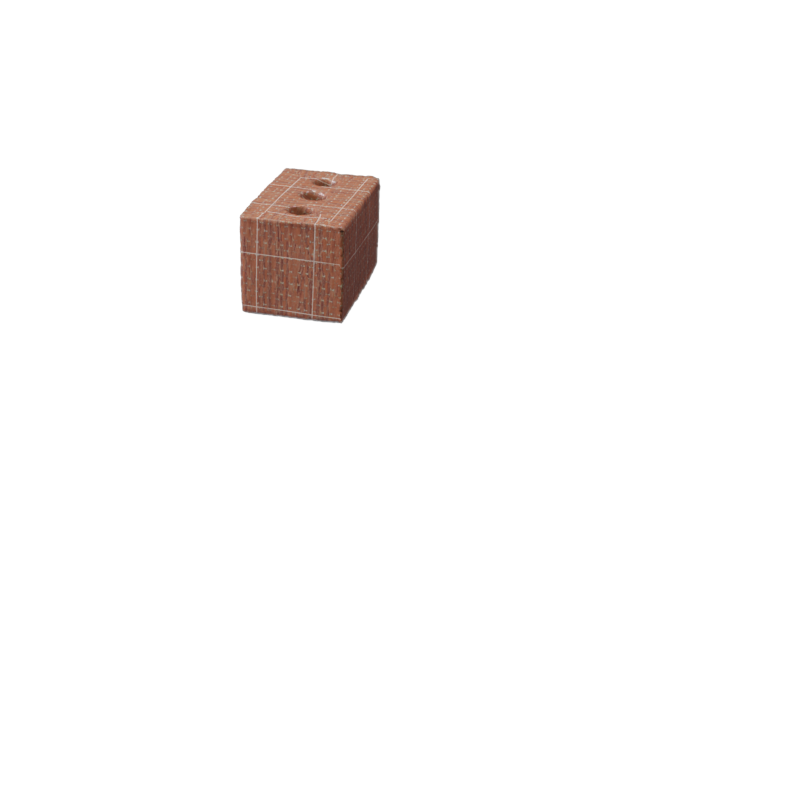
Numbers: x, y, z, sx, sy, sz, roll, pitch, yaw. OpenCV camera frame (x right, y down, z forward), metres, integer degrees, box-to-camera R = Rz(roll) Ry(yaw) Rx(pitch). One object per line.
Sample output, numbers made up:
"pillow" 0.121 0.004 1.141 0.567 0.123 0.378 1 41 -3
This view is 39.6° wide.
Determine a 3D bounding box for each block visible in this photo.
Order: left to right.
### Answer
"block" -0.044 -0.079 0.556 0.054 0.049 0.081 6 28 10
